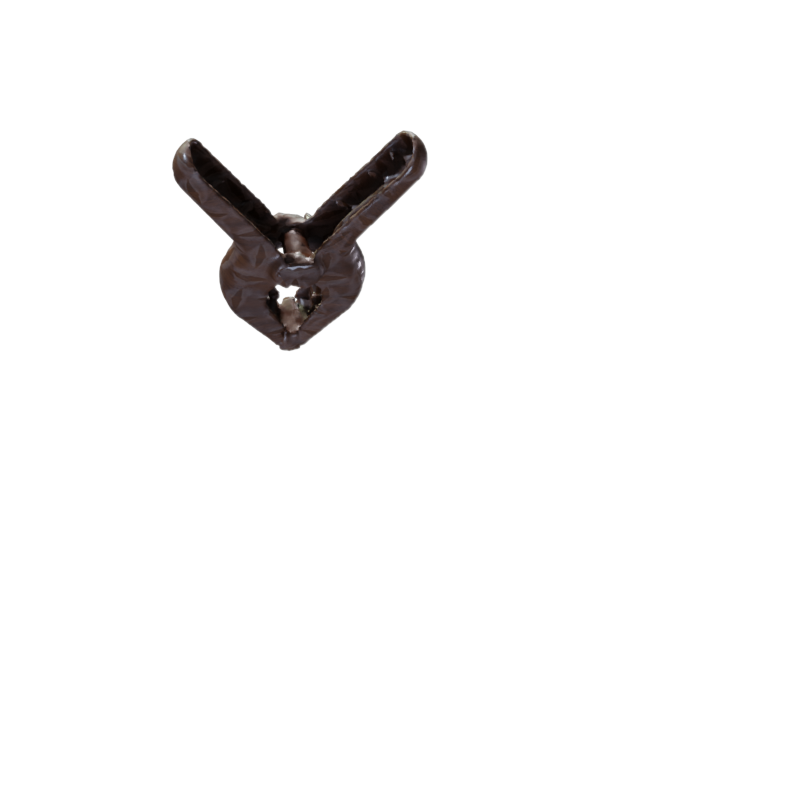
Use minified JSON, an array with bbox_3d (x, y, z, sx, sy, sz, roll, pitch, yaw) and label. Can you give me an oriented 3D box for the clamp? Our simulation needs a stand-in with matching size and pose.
[{"bbox_3d":[-0.045,-0.083,0.579,0.120,0.042,0.160,-1,-28,2],"label":"clamp"}]
